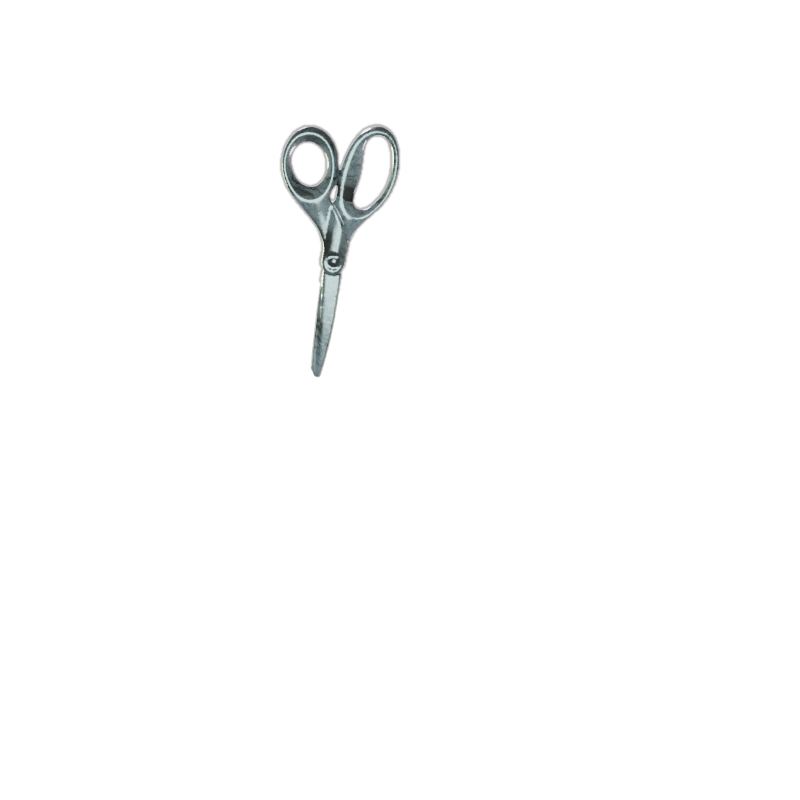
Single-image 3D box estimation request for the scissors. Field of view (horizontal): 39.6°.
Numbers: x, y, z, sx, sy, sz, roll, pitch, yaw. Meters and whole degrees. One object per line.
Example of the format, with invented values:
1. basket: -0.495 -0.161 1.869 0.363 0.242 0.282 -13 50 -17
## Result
1. scissors: -0.066 -0.120 0.841 0.095 0.197 0.016 24 15 -7
